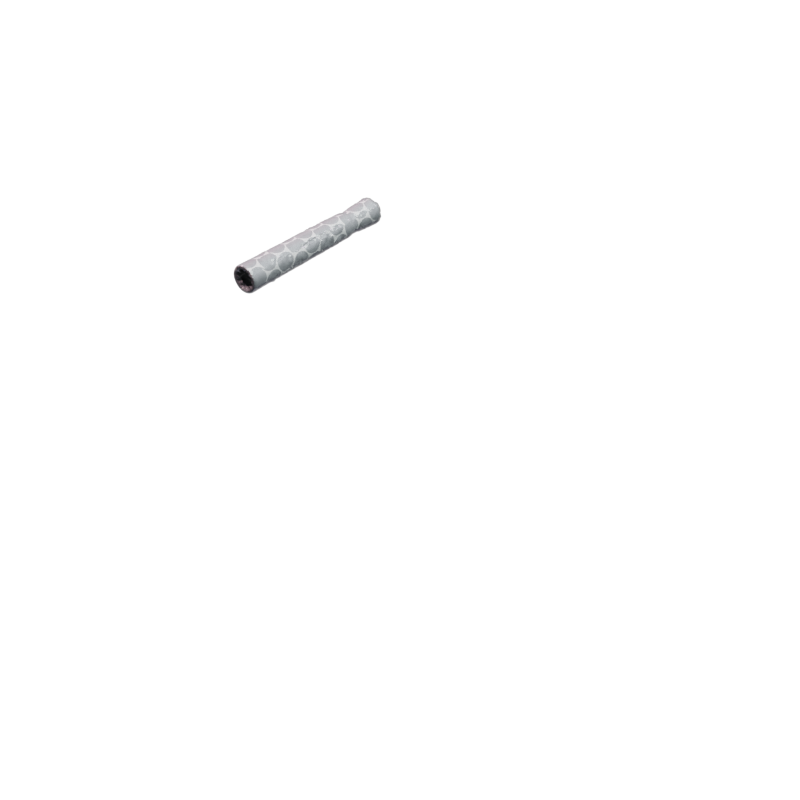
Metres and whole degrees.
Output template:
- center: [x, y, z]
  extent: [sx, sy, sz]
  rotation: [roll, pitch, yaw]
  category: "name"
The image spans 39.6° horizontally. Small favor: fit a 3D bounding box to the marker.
- center: [-0.055, -0.100, 0.700]
  extent: [0.021, 0.019, 0.121]
  rotation: [4, 30, 45]
  category: "marker"
